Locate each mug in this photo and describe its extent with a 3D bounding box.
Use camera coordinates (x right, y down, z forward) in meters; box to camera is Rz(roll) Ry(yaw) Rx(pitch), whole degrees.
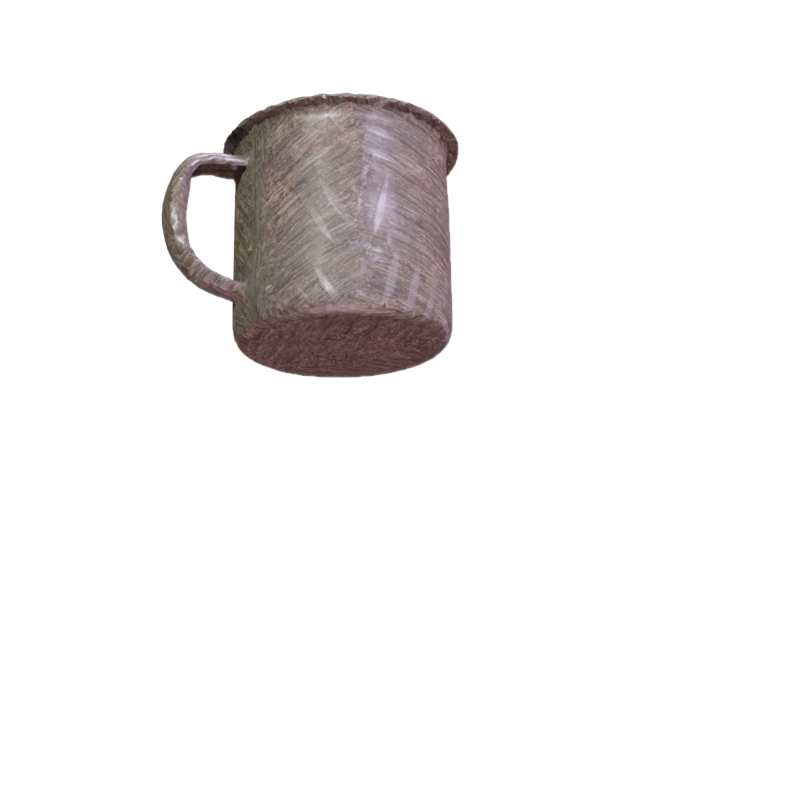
[{"bbox_3d":[-0.033,-0.060,0.418,0.112,0.086,0.092,10,-23,-27],"label":"mug"}]
